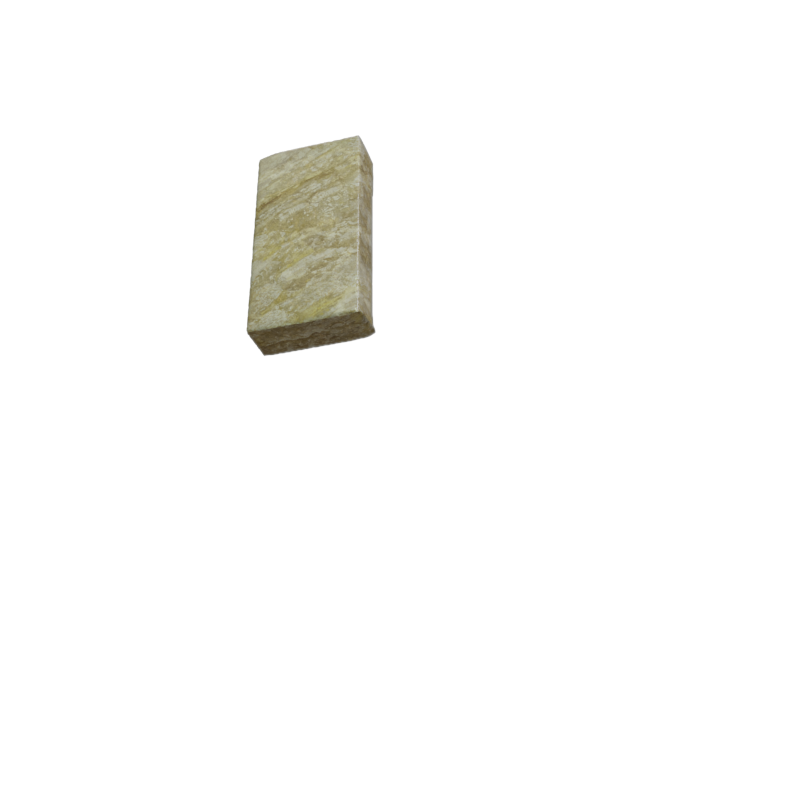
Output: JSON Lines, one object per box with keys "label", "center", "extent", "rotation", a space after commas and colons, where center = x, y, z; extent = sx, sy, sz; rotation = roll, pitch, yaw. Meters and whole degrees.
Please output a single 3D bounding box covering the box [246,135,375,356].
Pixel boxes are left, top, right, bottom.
{"label": "box", "center": [-0.070, -0.127, 0.887], "extent": [0.094, 0.188, 0.044], "rotation": [-11, -33, 14]}
